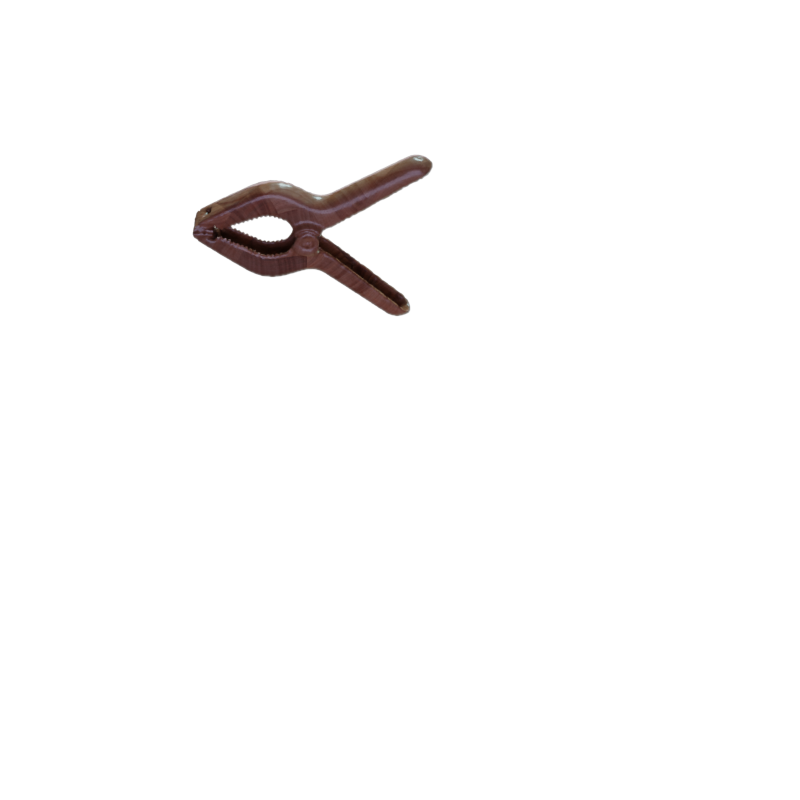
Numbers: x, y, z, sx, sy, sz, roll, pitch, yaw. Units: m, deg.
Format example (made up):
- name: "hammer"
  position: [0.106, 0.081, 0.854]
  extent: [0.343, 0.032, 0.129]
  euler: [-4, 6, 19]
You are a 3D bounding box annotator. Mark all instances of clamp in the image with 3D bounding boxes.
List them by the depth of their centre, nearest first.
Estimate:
- name: "clamp"
  position: [-0.077, -0.141, 0.989]
  extent: [0.210, 0.154, 0.039]
  euler: [-1, 35, 1]
